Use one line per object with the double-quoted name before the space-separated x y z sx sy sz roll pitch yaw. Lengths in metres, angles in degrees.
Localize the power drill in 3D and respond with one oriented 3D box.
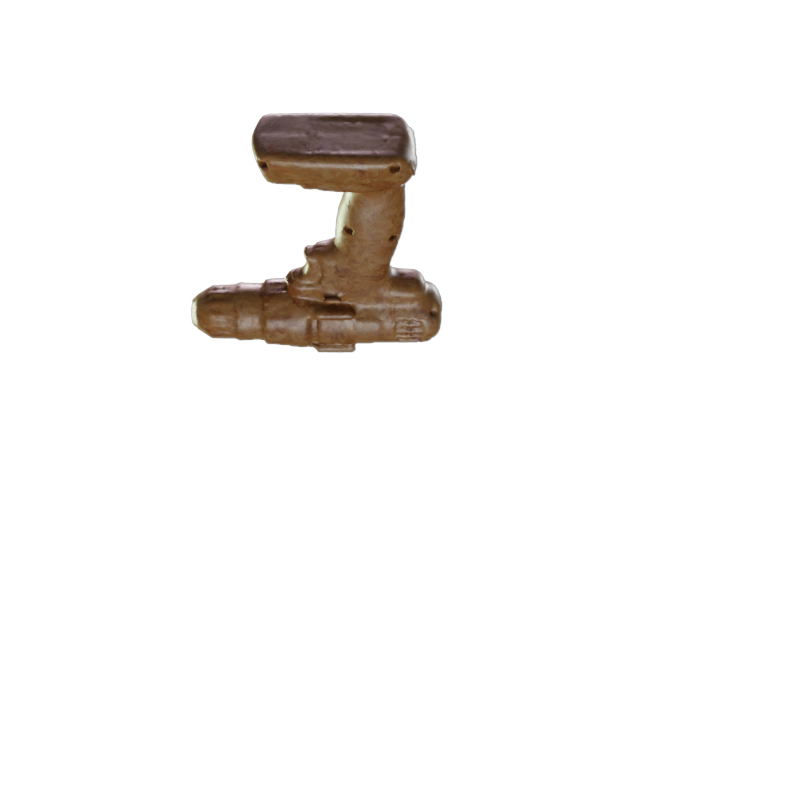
"power drill" -0.060 -0.110 0.772 0.184 0.062 0.174 0 -43 0
